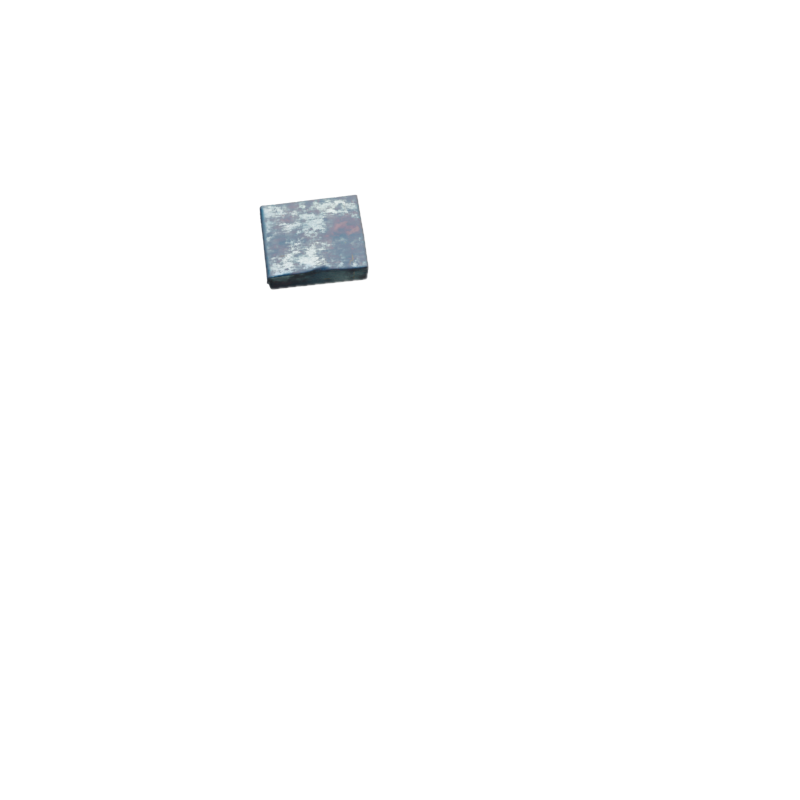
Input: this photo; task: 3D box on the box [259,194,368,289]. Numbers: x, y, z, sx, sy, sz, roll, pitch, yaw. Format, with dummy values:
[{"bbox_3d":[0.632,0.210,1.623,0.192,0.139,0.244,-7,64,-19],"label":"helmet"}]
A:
[{"bbox_3d":[-0.077,-0.140,0.978,0.089,0.078,0.028,-7,-26,-4],"label":"box"}]
